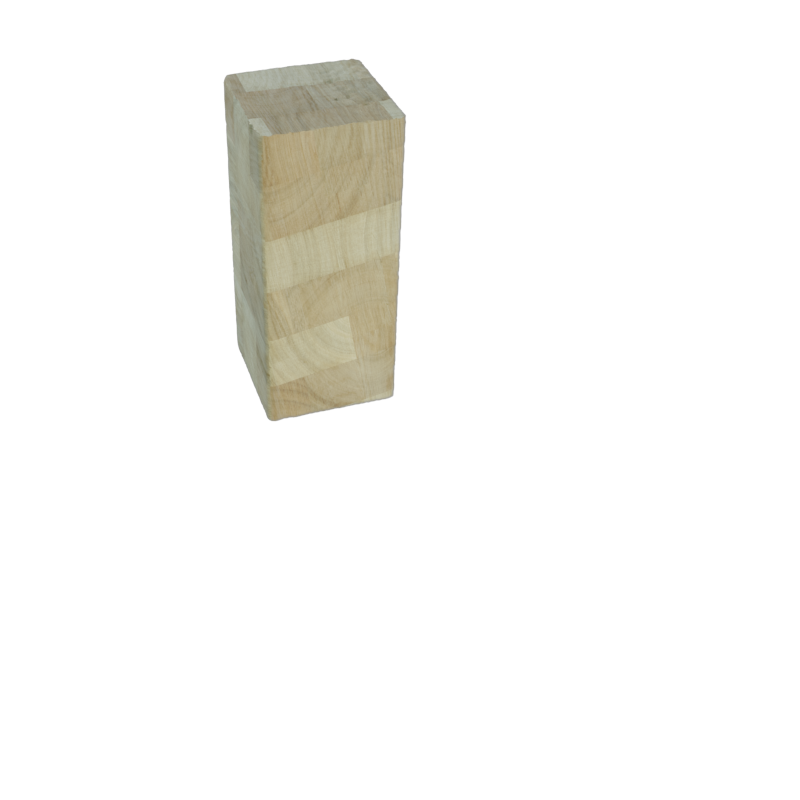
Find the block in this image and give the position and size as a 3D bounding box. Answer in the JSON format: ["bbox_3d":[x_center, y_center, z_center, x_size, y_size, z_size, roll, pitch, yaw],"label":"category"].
[{"bbox_3d":[-0.056,-0.101,0.707,0.089,0.193,0.098,-10,37,-17],"label":"block"}]
